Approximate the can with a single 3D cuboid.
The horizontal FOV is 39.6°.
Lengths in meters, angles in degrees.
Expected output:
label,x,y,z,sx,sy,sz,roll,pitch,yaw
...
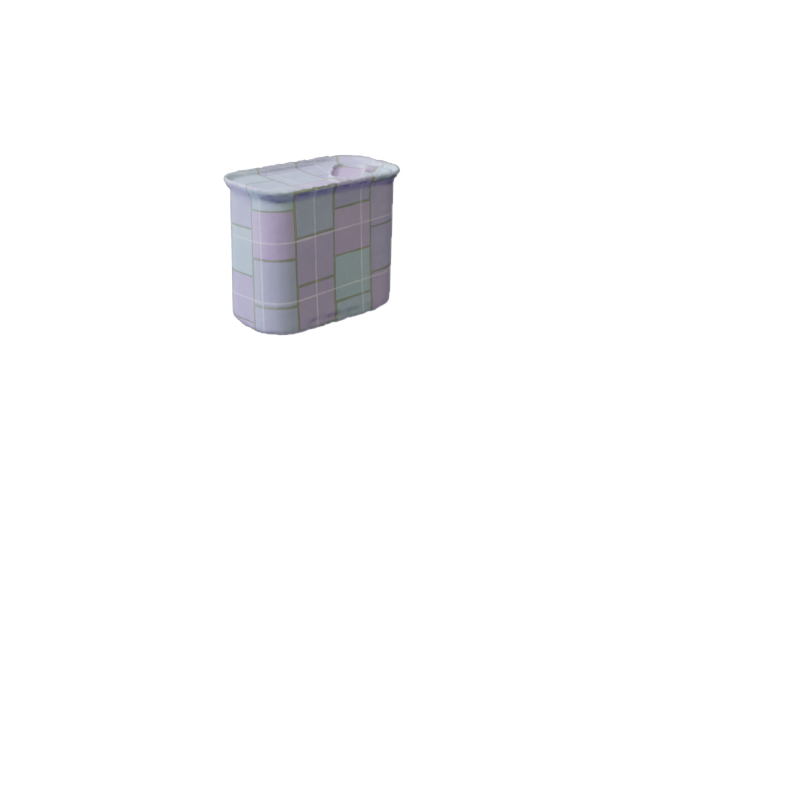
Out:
label,x,y,z,sx,sy,sz,roll,pitch,yaw
can,-0.050,-0.091,0.639,0.100,0.080,0.061,-18,26,-39
